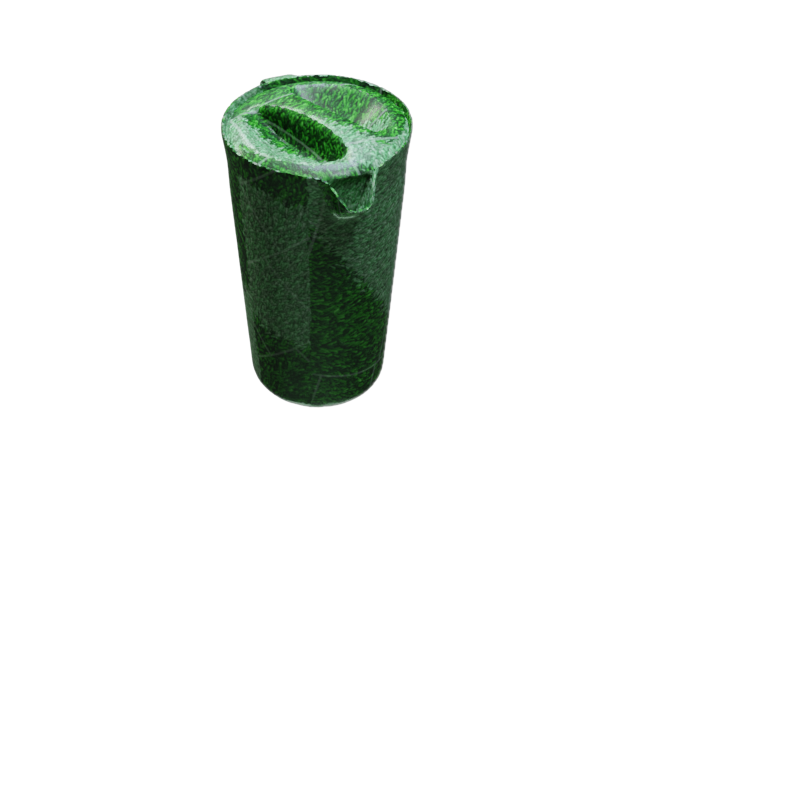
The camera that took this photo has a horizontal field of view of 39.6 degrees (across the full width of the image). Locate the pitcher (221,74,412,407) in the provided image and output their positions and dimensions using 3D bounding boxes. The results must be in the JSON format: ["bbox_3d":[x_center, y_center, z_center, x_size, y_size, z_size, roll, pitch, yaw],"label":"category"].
[{"bbox_3d":[-0.066,-0.121,0.846,0.149,0.227,0.155,16,44,15],"label":"pitcher"}]
